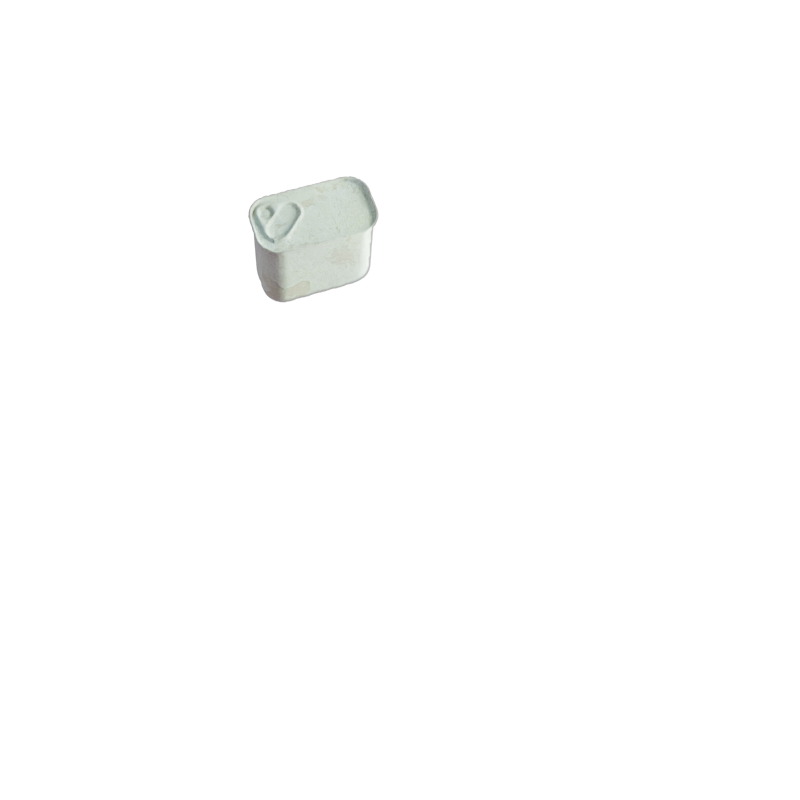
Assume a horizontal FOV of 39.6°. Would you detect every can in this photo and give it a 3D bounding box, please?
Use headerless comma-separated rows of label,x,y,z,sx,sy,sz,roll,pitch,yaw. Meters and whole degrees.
can,-0.073,-0.132,0.925,0.101,0.062,0.079,-16,-27,-10
